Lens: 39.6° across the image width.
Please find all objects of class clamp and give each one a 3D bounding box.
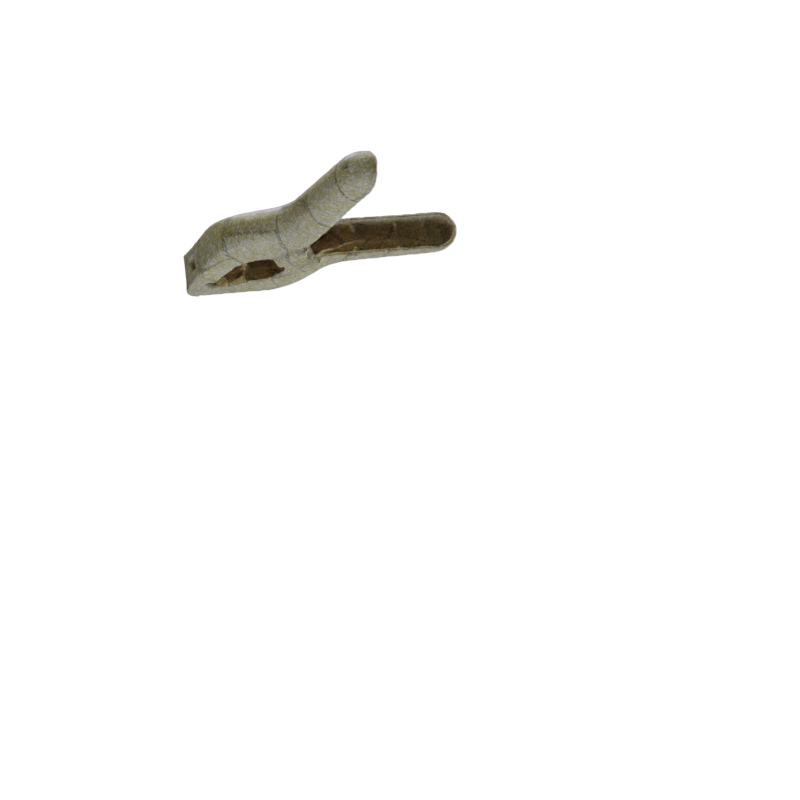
[{"bbox_3d":[-0.053,-0.097,0.682,0.174,0.041,0.112,-15,-26,34],"label":"clamp"}]
